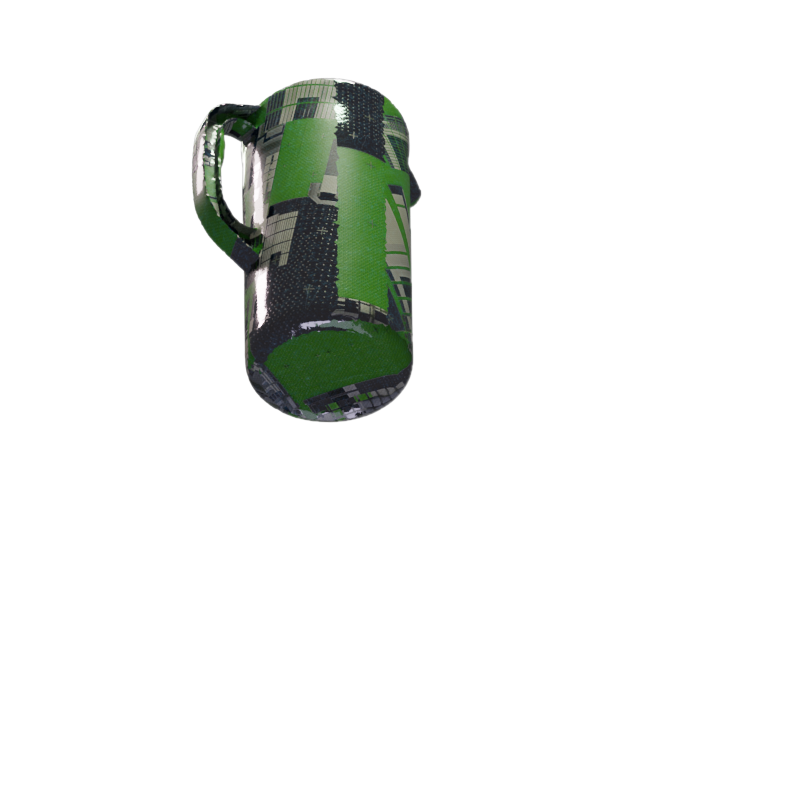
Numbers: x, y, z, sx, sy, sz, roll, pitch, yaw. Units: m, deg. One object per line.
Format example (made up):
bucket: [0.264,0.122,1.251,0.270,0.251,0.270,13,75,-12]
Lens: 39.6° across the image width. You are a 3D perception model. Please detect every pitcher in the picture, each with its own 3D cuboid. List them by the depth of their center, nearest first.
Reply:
pitcher: [-0.062,-0.112,0.786,0.150,0.261,0.134,-11,-44,8]
